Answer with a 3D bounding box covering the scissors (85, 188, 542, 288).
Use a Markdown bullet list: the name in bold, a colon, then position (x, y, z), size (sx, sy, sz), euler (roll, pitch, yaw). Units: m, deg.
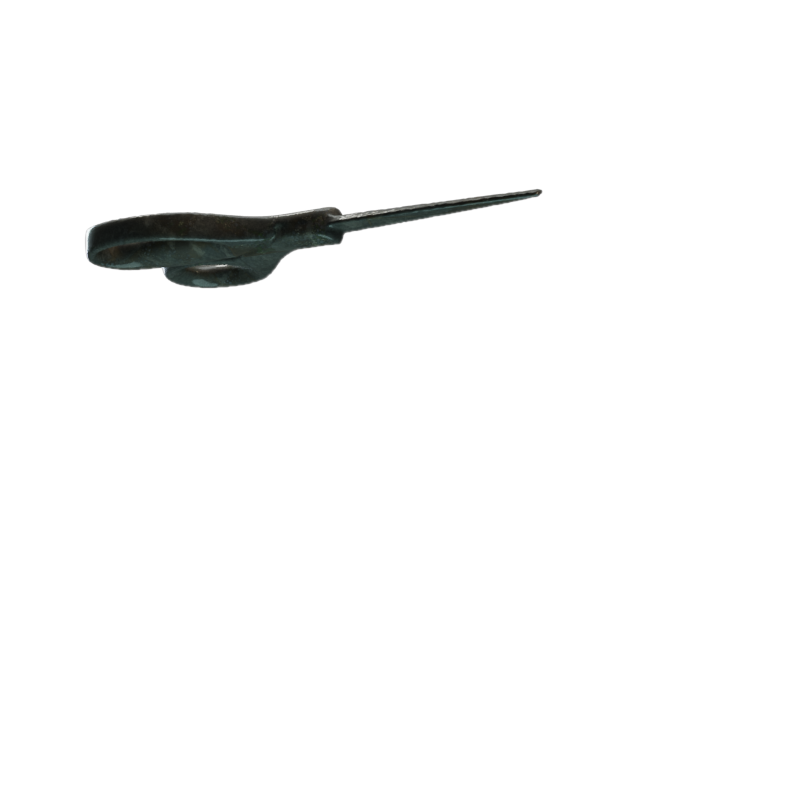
- **scissors**: position (-0.038, -0.070, 0.490), size (0.205, 0.016, 0.092), euler (-2, -8, 12)
